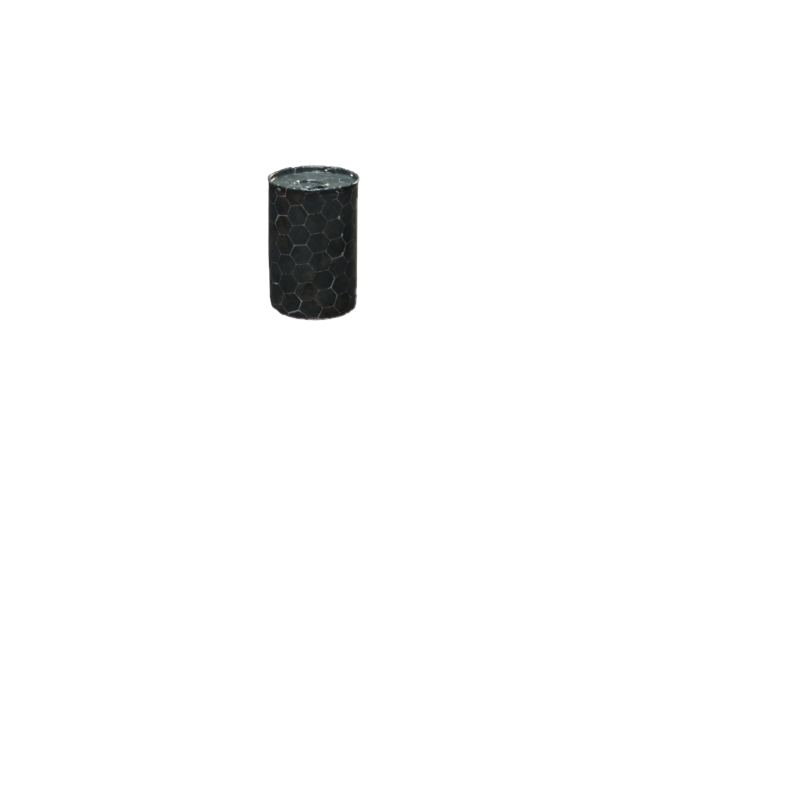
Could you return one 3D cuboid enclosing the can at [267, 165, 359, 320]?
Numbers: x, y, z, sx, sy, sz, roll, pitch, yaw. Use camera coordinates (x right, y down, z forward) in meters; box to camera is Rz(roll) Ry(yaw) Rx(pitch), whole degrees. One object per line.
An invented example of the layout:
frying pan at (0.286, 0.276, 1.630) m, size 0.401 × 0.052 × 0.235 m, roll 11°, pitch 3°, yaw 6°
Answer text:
can at (-0.065, -0.119, 0.835) m, size 0.068 × 0.098 × 0.072 m, roll 0°, pitch 21°, yaw -2°
